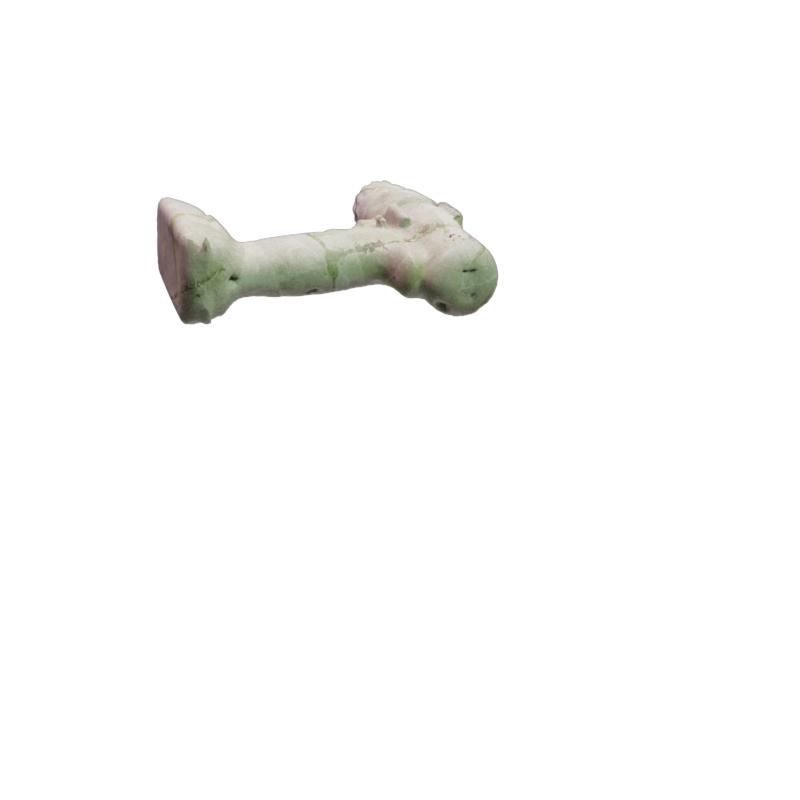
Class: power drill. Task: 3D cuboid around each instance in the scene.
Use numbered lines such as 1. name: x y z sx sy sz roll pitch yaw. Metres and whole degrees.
1. power drill: -0.054 -0.099 0.691 0.184 0.055 0.196 -7 23 -16
